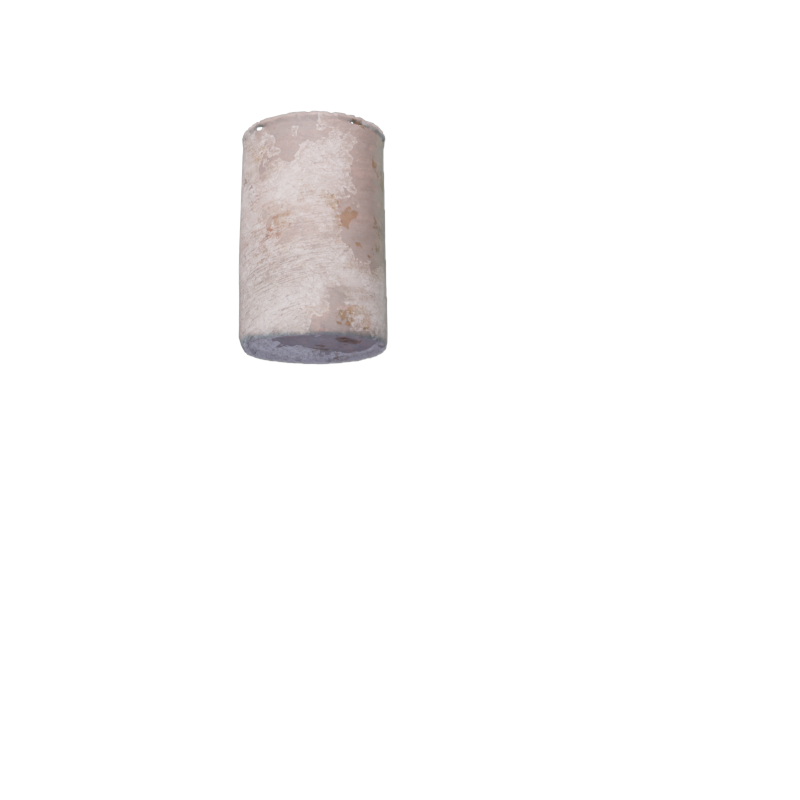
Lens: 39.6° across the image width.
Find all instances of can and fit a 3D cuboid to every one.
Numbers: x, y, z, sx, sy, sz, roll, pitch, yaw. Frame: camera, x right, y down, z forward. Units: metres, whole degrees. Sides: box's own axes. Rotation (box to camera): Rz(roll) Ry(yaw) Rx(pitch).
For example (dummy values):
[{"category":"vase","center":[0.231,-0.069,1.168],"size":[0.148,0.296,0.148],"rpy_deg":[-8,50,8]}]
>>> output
[{"category":"can","center":[-0.040,-0.073,0.511],"size":[0.068,0.106,0.066],"rpy_deg":[0,-15,-2]}]
